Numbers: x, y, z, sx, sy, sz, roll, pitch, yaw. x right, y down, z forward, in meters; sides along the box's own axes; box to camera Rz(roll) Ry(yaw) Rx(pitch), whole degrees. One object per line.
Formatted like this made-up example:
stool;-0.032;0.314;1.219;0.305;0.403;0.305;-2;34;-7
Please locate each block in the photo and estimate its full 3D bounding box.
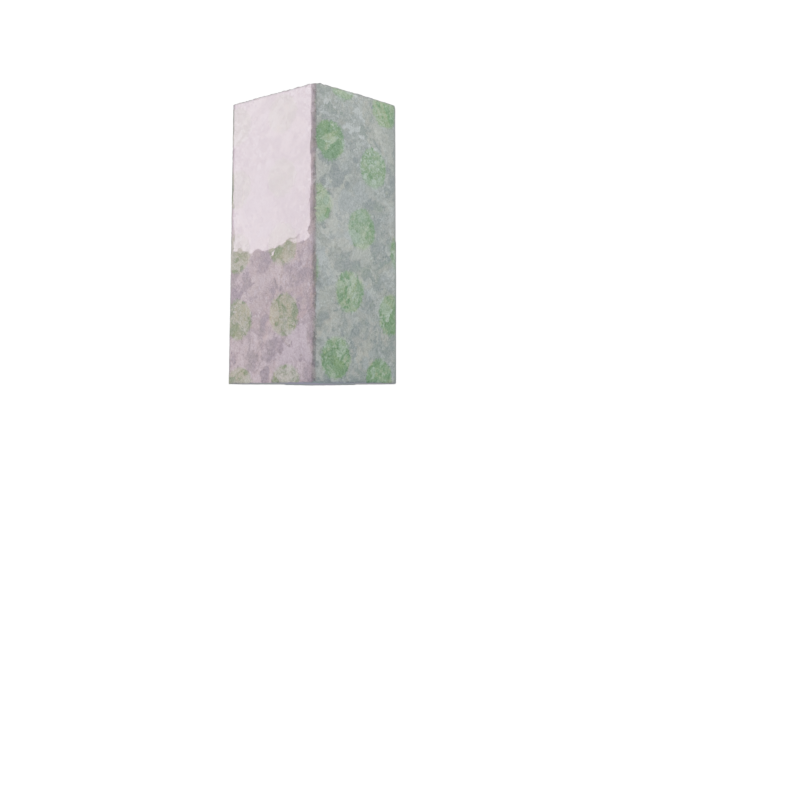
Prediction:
block;-0.063;-0.115;0.809;0.093;0.210;0.086;-7;-9;41
